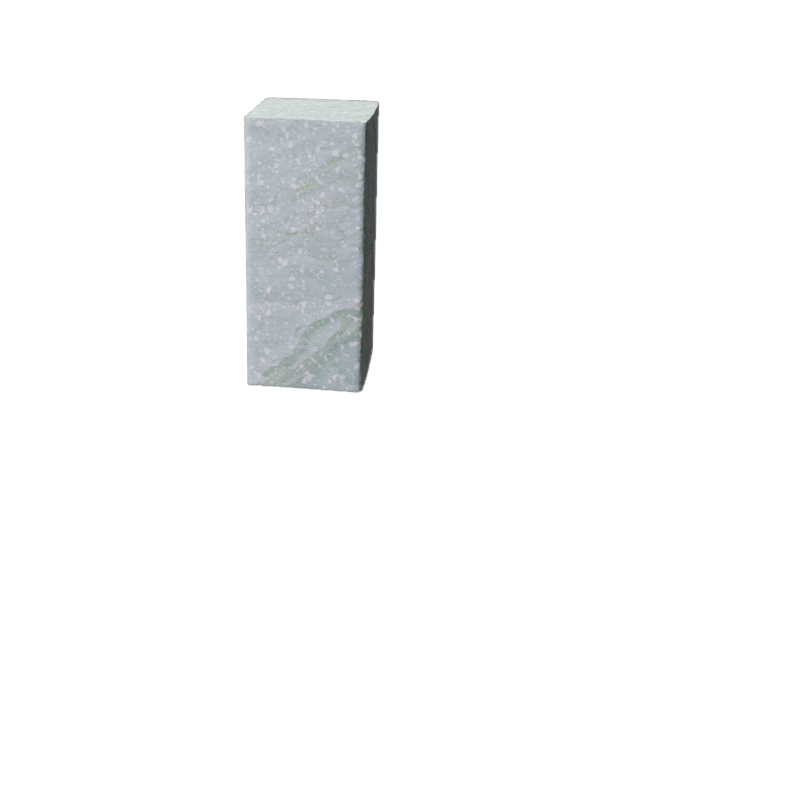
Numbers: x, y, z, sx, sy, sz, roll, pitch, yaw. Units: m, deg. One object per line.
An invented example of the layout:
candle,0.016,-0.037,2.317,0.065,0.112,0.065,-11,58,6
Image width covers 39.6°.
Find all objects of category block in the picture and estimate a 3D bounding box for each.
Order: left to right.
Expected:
block,-0.066,-0.121,0.847,0.092,0.198,0.093,3,19,6
